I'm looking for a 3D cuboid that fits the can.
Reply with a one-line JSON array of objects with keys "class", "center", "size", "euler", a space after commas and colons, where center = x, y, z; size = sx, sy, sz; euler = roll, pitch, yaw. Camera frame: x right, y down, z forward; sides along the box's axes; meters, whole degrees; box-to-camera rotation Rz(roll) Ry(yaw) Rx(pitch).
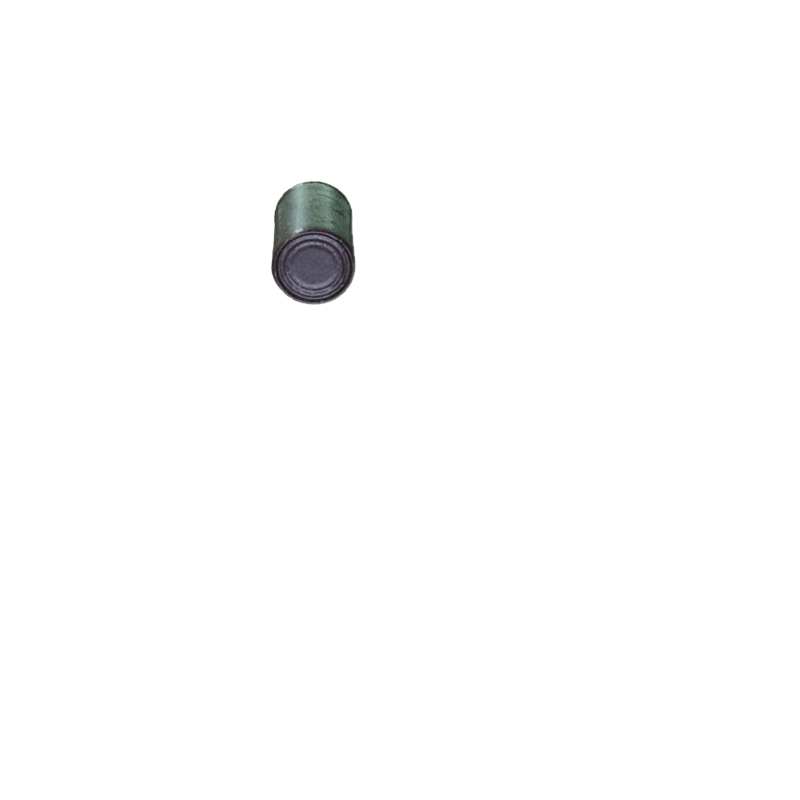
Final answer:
[{"class": "can", "center": [-0.071, -0.130, 0.913], "size": [0.068, 0.065, 0.108], "euler": [0, 30, -3]}]
